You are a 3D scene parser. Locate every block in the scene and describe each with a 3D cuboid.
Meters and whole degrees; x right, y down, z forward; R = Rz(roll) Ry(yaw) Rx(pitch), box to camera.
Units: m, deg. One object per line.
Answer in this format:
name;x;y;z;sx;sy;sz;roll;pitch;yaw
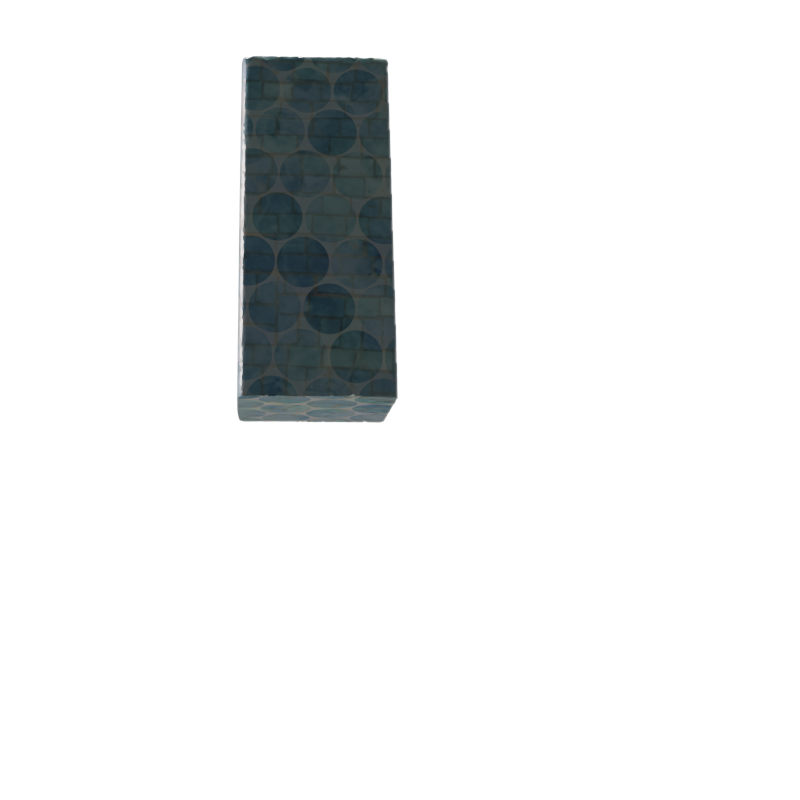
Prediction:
block;-0.053;-0.097;0.675;0.090;0.215;0.087;0;-17;-5
